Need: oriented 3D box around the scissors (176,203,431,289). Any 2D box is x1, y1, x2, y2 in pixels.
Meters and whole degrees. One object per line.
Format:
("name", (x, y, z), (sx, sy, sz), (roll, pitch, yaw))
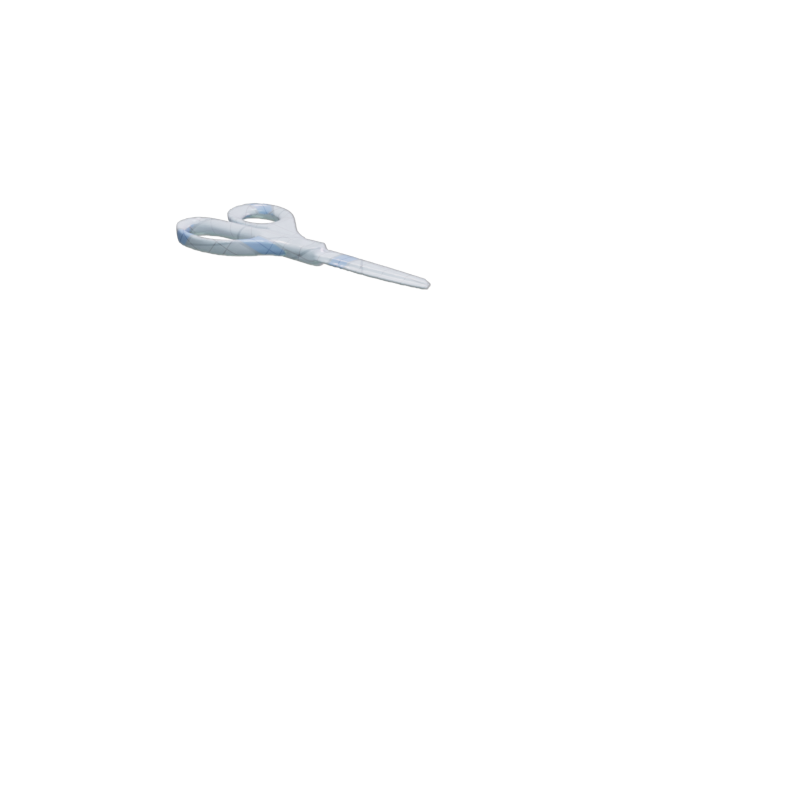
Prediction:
("scissors", (-0.062, -0.112, 0.788), (0.208, 0.015, 0.098), (11, 30, 20))
